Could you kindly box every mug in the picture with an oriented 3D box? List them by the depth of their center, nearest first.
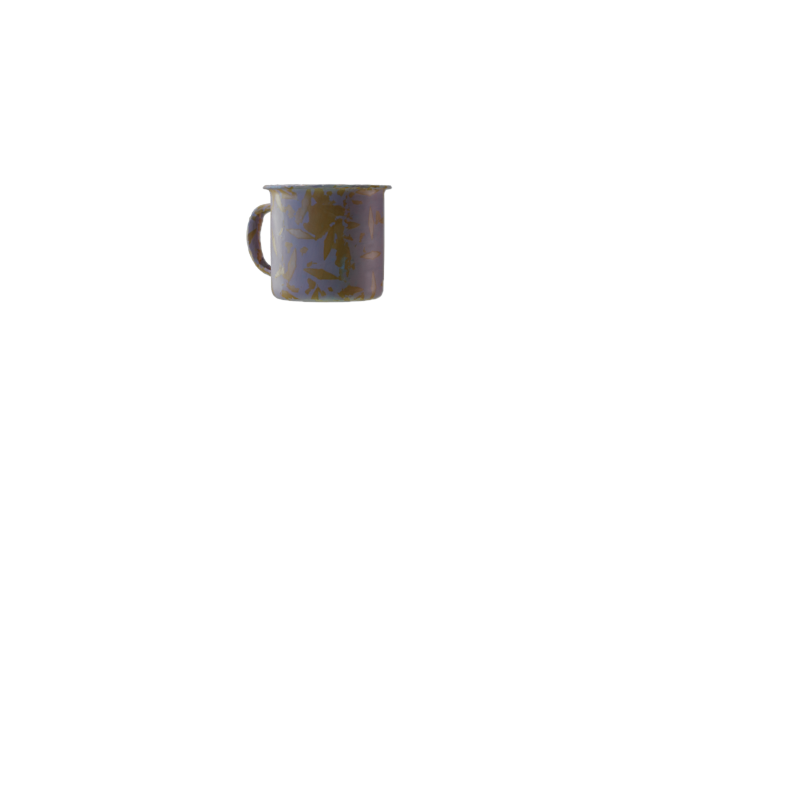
[{"bbox_3d":[-0.063,-0.115,0.803,0.121,0.081,0.091,4,8,30],"label":"mug"}]
